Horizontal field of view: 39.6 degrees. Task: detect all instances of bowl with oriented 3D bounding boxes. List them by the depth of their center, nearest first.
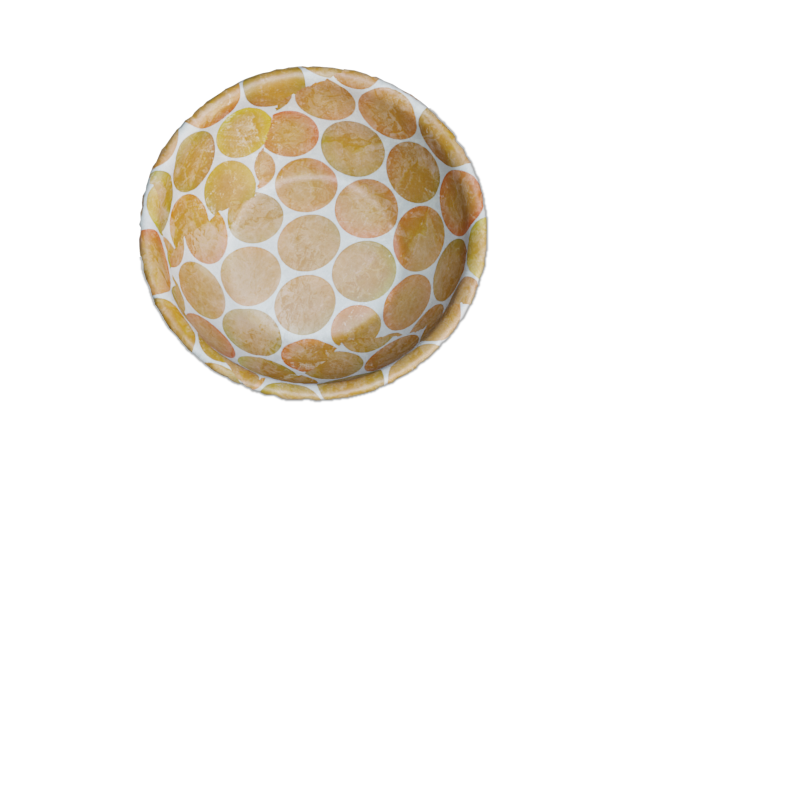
[{"bbox_3d":[-0.042,-0.077,0.536,0.162,0.168,0.053,-1,-15,-1],"label":"bowl"}]
